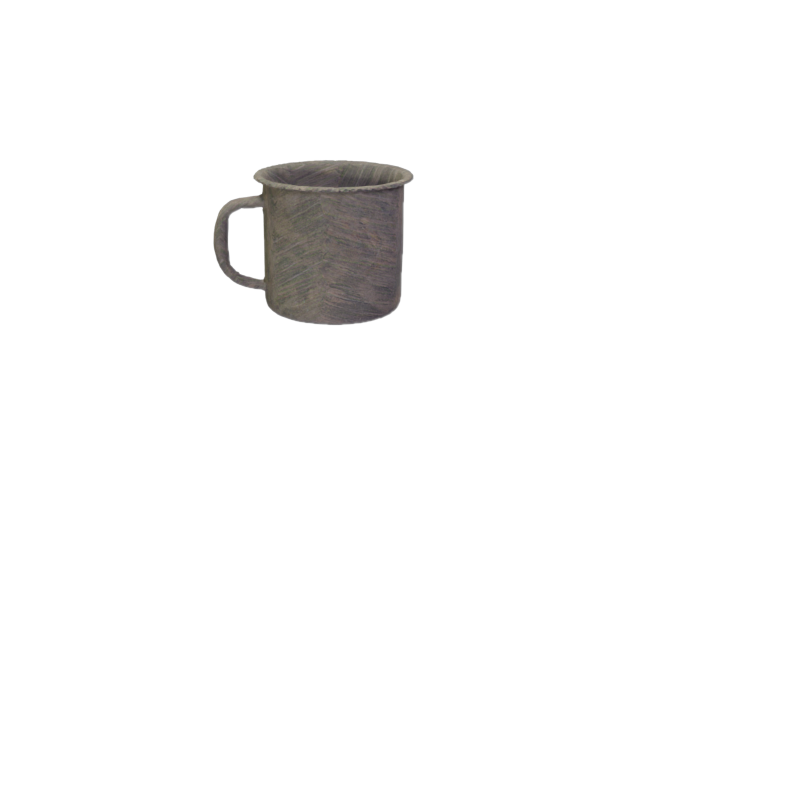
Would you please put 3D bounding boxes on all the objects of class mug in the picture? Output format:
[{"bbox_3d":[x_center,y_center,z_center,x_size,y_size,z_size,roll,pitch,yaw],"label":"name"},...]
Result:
[{"bbox_3d":[-0.051,-0.093,0.652,0.115,0.079,0.098,-4,19,-12],"label":"mug"}]
